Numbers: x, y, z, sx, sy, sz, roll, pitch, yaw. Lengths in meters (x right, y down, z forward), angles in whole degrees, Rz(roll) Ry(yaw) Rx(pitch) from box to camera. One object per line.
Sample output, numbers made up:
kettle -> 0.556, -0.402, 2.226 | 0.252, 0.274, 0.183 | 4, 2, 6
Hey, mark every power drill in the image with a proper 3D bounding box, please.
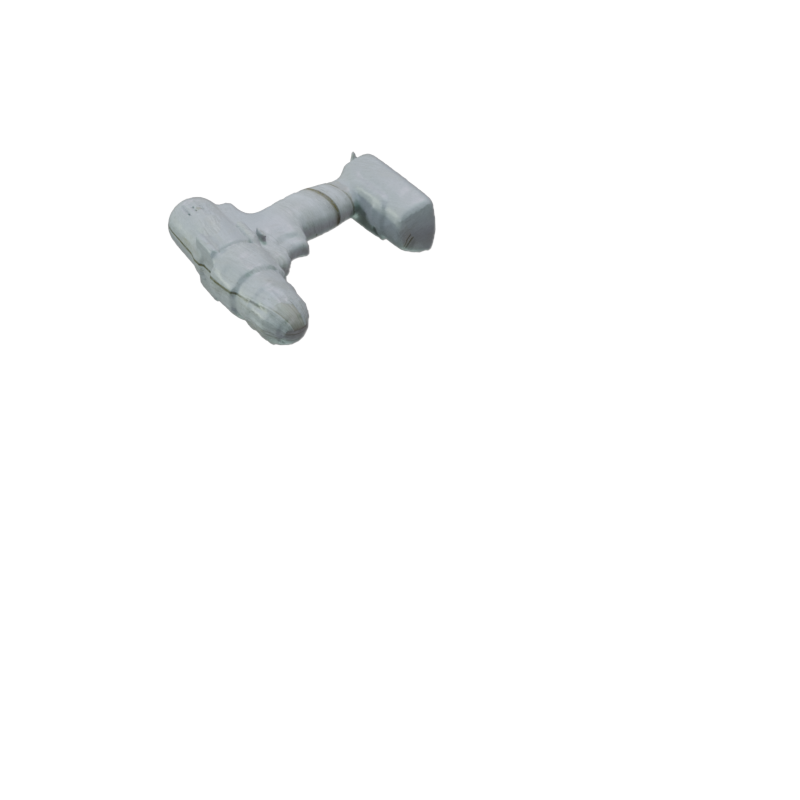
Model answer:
power drill -> -0.068, -0.125, 0.873 | 0.186, 0.054, 0.199 | -22, 44, -24
